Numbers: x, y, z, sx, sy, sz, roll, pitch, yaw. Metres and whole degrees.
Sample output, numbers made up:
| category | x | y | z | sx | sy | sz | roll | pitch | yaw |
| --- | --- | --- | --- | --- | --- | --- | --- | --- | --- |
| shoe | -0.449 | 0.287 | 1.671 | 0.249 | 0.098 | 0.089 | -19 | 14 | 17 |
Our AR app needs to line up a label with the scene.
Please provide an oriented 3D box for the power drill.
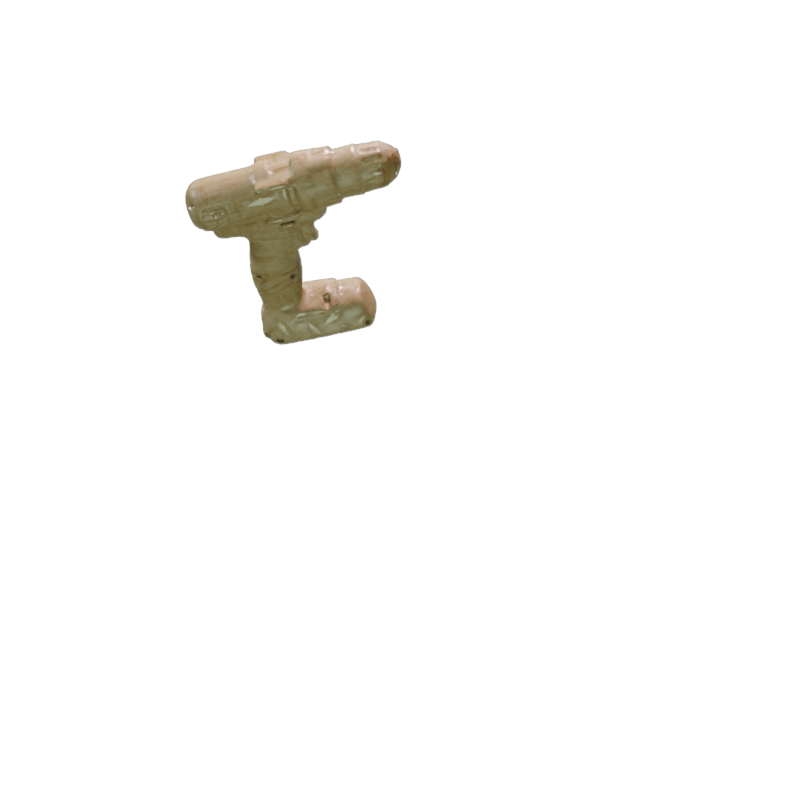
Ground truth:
| category | x | y | z | sx | sy | sz | roll | pitch | yaw |
| --- | --- | --- | --- | --- | --- | --- | --- | --- | --- |
| power drill | -0.076 | -0.139 | 0.973 | 0.186 | 0.173 | 0.062 | -10 | 43 | 9 |
